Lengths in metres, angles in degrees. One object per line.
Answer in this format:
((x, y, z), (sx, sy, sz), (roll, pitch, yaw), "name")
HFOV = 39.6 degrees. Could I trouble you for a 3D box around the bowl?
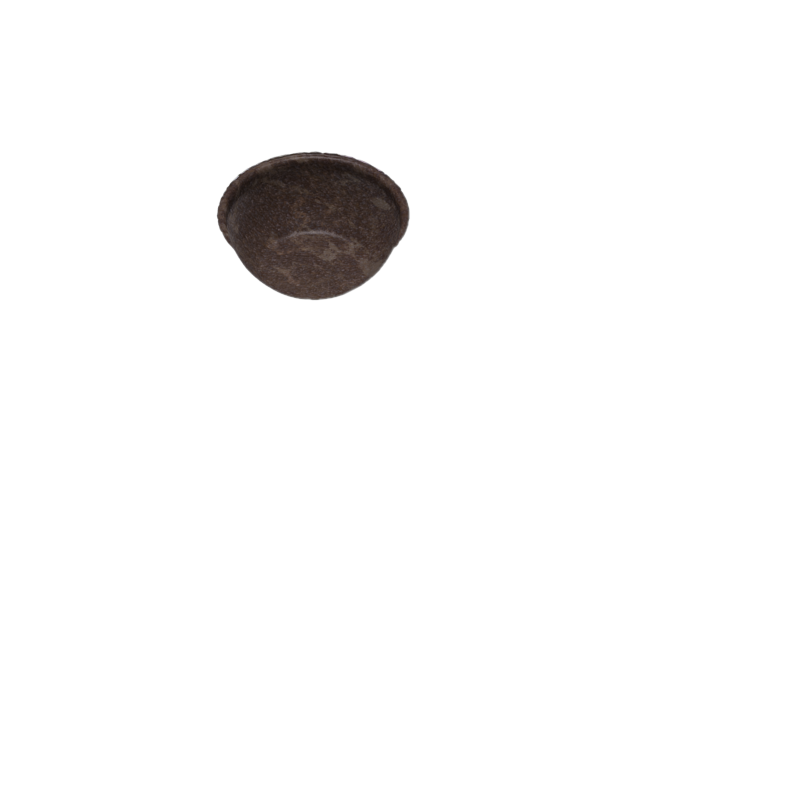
((-0.072, -0.131, 0.917), (0.162, 0.059, 0.151), (1, -34, -2), "bowl")
